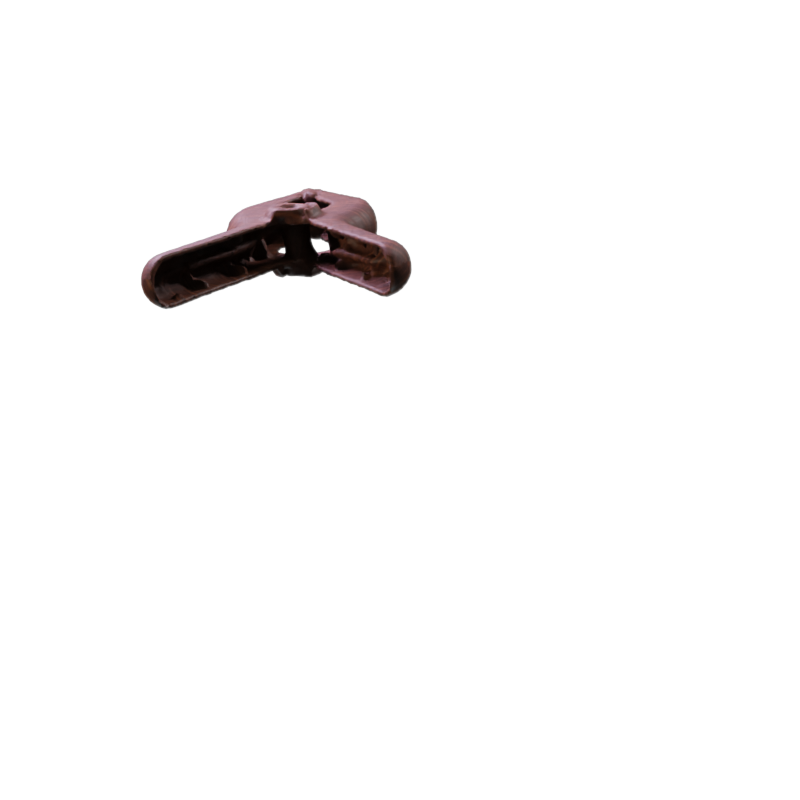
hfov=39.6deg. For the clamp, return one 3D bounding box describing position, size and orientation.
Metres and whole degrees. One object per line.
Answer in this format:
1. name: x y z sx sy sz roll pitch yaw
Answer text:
1. clamp: -0.043 -0.079 0.554 0.122 0.037 0.176 5 23 12
